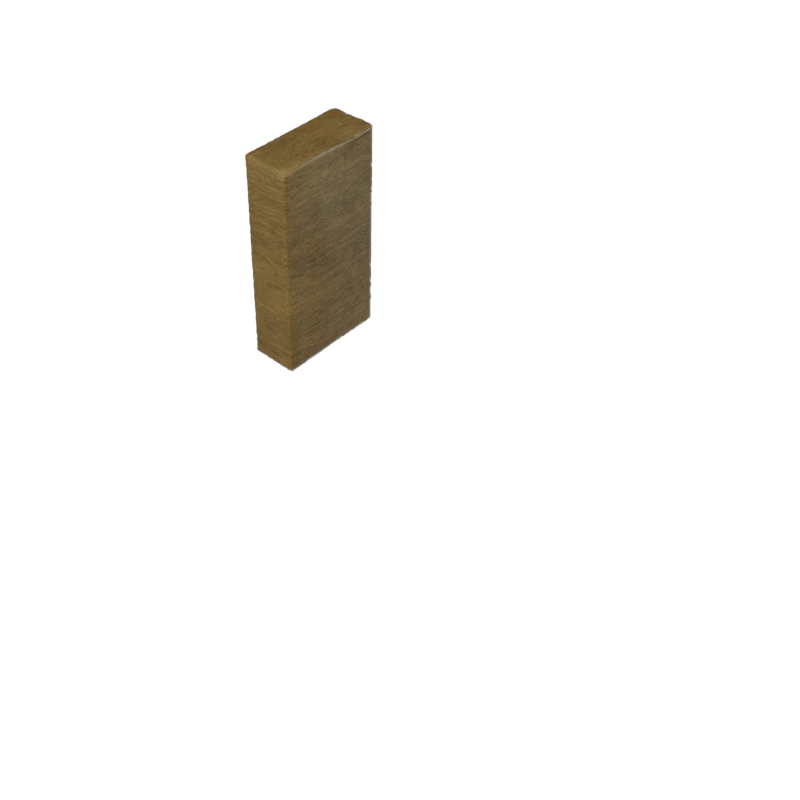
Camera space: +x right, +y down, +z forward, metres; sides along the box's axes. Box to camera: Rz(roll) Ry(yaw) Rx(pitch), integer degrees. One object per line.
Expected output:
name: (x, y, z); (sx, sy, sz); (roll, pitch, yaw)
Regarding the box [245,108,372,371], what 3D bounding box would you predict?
box: (-0.064, -0.116, 0.817); (0.051, 0.164, 0.094); (31, 48, 28)
